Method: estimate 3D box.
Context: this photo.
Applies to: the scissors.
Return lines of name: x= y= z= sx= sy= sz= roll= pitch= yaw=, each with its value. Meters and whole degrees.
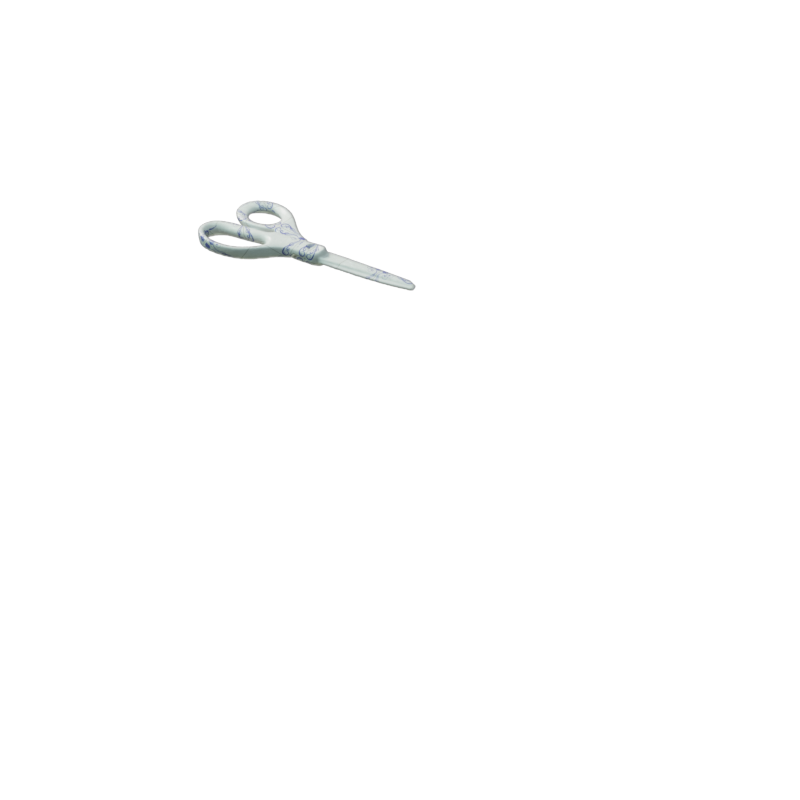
scissors: x=-0.076 y=-0.138 z=0.967 sx=0.206 sy=0.015 sz=0.100 roll=10 pitch=38 yaw=13
